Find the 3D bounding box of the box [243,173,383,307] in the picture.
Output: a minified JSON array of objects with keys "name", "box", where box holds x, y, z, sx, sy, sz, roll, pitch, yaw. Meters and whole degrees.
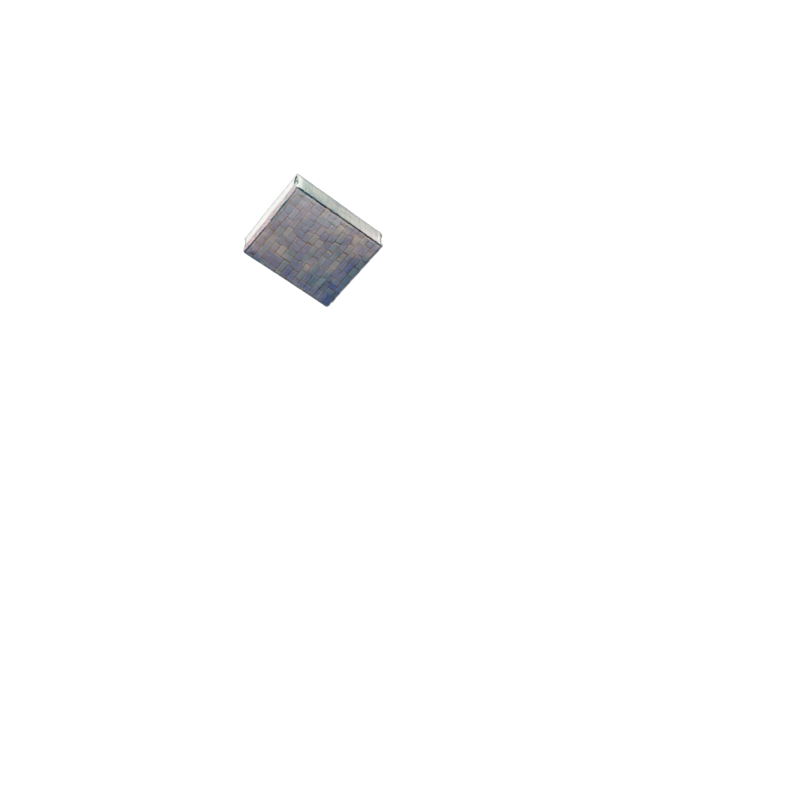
[{"name":"box","box":[-0.070,-0.128,0.896,0.086,0.072,0.032,34,24,-18]}]
